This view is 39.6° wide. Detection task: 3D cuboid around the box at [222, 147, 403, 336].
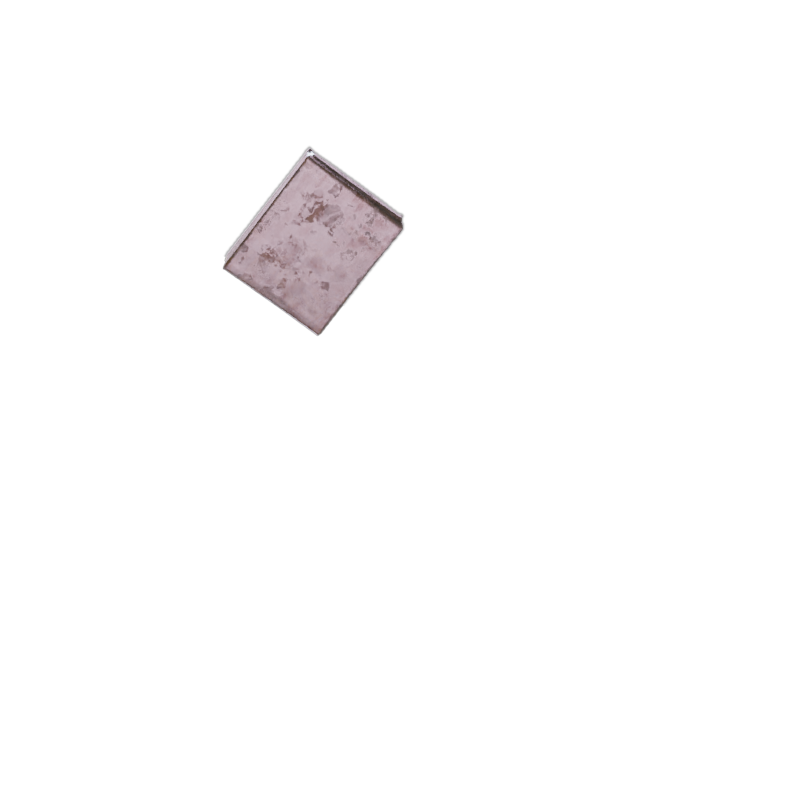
[{"bbox_3d":[-0.052,-0.096,0.671,0.071,0.088,0.031,36,13,-11],"label":"box"}]
